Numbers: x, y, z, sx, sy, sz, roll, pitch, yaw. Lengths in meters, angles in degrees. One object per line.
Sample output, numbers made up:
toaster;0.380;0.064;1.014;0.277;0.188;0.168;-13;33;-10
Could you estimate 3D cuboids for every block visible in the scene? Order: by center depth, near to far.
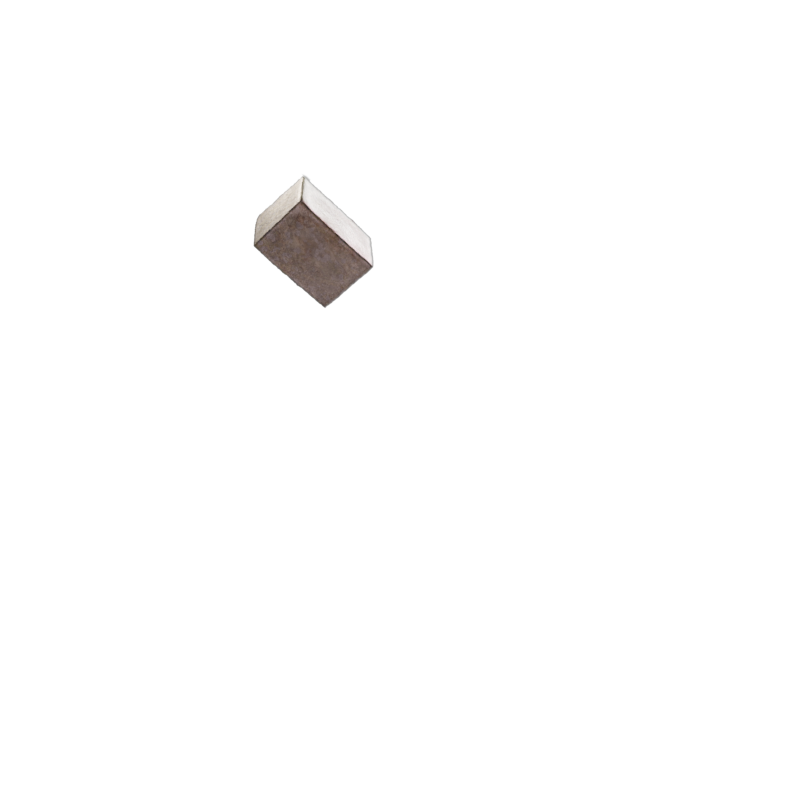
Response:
block;-0.065;-0.119;0.835;0.052;0.074;0.054;-40;23;19
